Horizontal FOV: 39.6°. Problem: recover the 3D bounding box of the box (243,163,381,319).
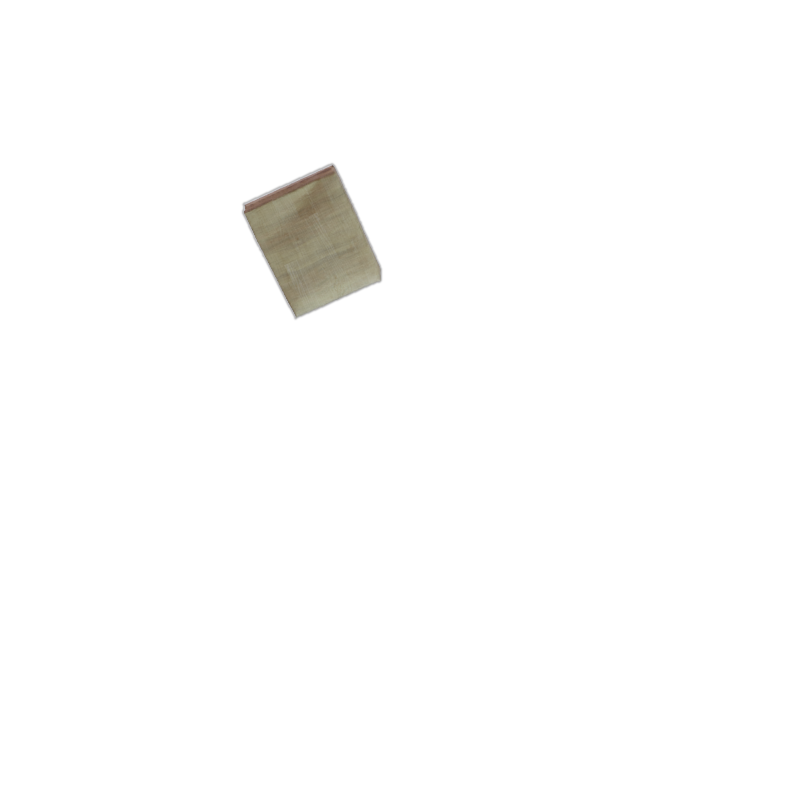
[{"bbox_3d":[-0.077,-0.142,0.991,0.090,0.110,0.040,-23,14,5],"label":"box"}]
